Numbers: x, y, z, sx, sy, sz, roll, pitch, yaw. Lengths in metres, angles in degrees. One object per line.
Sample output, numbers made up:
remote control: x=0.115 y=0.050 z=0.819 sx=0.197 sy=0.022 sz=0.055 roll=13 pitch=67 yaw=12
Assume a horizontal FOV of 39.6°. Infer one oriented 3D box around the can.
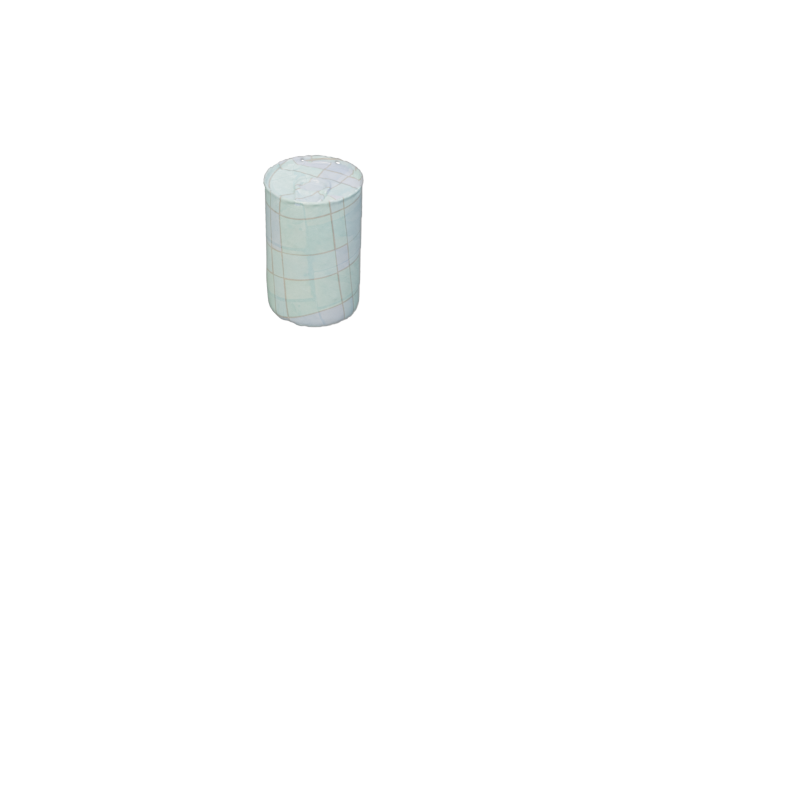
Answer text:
can: x=-0.061 y=-0.111 z=0.776 sx=0.068 sy=0.096 sz=0.073 roll=0 pitch=35 yaw=-3
